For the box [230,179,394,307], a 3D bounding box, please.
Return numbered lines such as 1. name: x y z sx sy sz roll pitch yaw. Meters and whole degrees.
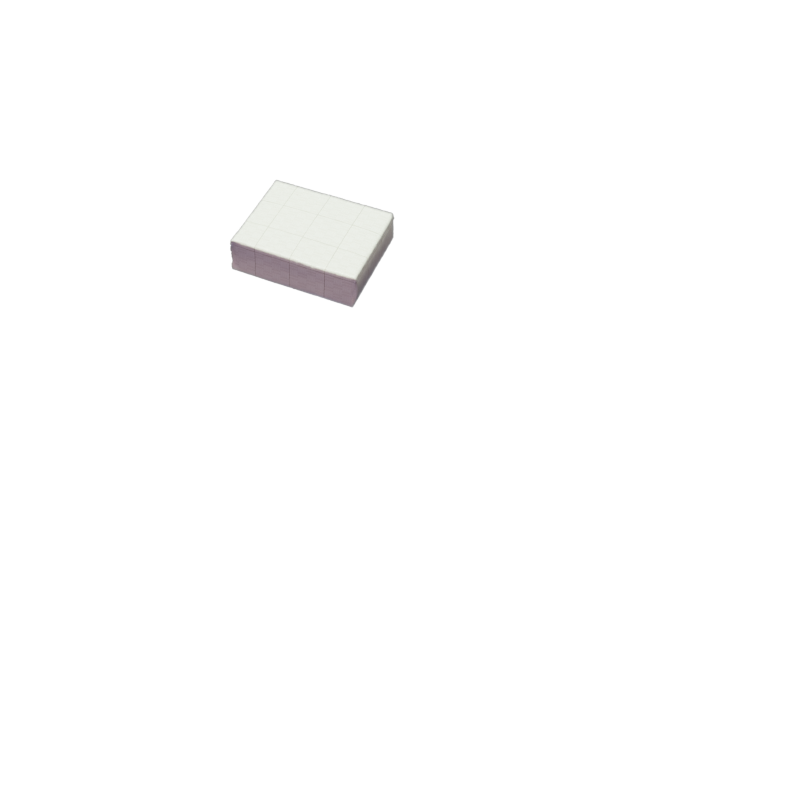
1. box: -0.072 -0.132 0.925 0.117 0.036 0.093 16 46 15
